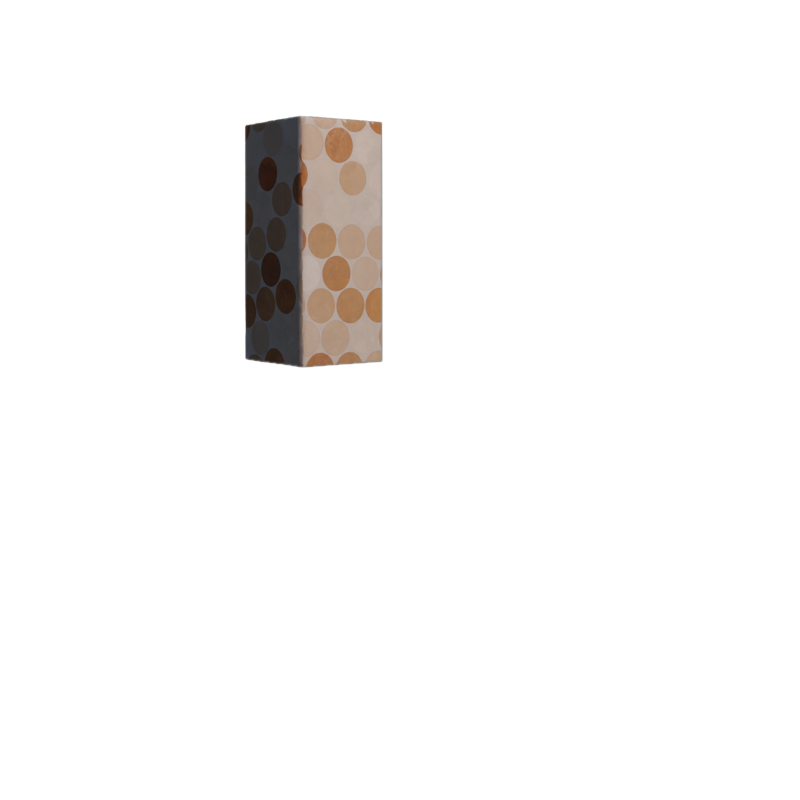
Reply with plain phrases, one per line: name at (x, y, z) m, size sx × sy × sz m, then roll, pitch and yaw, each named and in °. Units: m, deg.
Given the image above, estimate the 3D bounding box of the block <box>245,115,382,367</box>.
block at (-0.075, -0.137, 0.961) m, size 0.087 × 0.206 × 0.094 m, roll -1°, pitch 1°, yaw -38°
